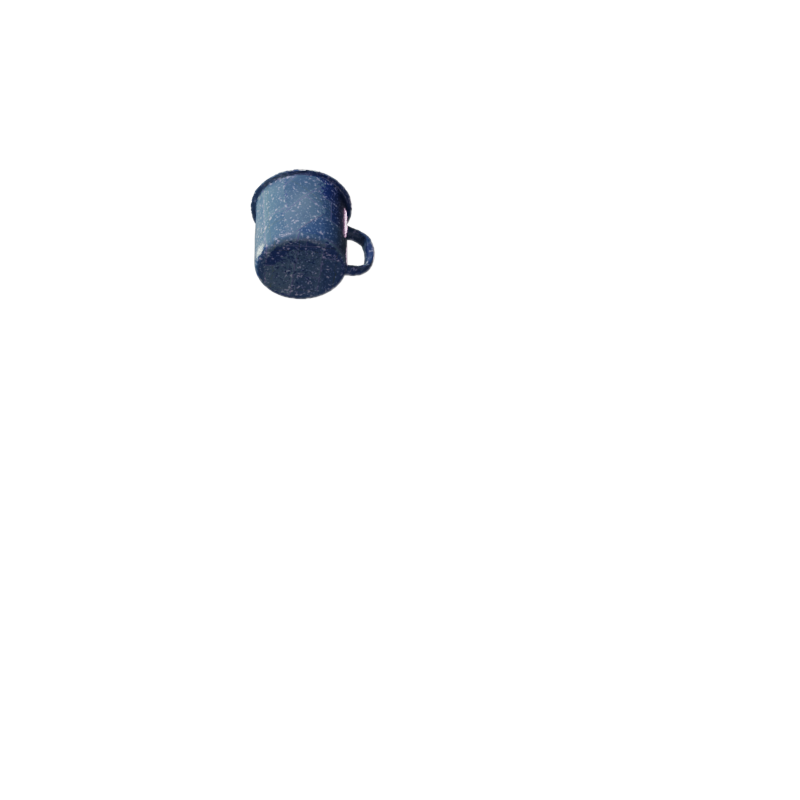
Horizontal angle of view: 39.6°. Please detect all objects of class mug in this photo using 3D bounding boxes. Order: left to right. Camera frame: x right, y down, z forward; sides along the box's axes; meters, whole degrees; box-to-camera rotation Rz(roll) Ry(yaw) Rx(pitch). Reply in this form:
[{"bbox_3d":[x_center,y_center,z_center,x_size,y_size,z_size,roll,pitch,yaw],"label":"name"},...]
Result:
[{"bbox_3d":[-0.077,-0.141,0.990,0.113,0.087,0.090,17,-46,-19],"label":"mug"}]
